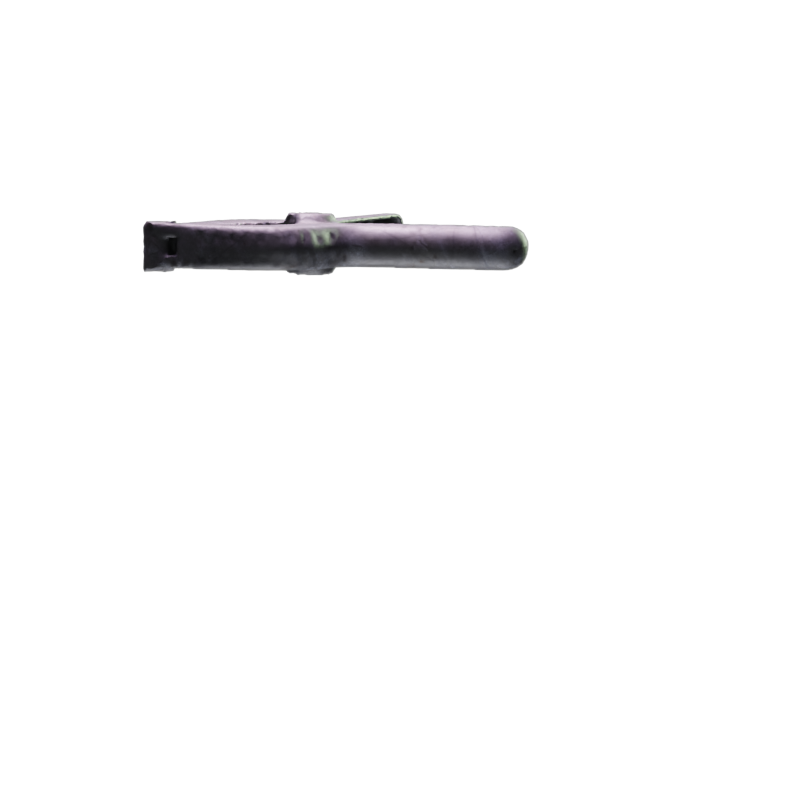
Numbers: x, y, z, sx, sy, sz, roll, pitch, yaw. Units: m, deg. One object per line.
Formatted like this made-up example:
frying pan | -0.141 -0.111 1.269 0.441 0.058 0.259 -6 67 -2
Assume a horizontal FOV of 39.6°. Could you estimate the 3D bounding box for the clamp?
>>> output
clamp | -0.052 -0.095 0.669 0.206 0.036 0.171 -4 12 -18
